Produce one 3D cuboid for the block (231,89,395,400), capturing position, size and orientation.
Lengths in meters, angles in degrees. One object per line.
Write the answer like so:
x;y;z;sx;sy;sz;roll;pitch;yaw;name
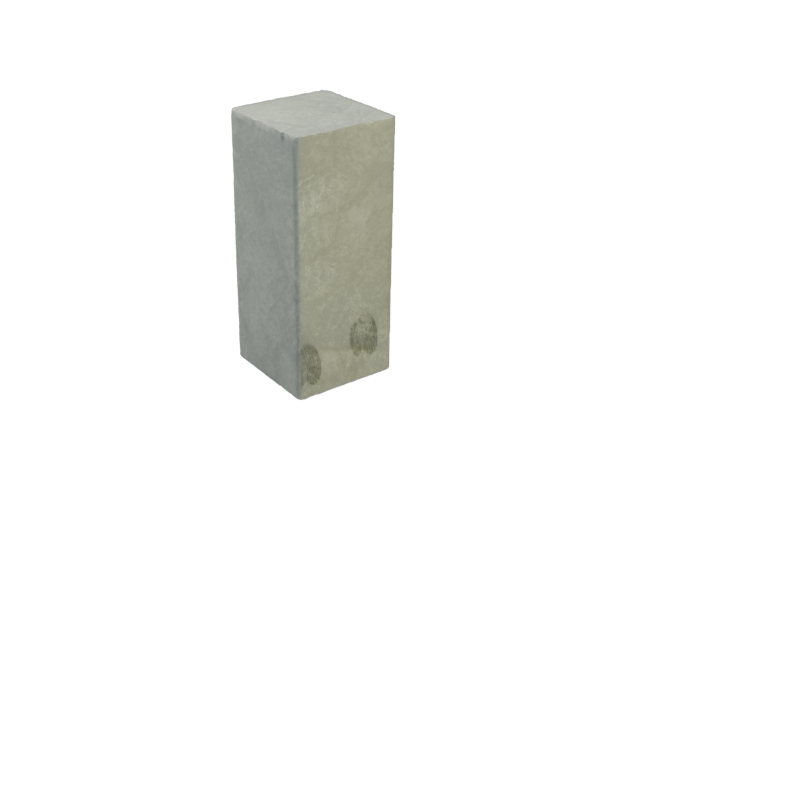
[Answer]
-0.067;-0.120;0.842;0.089;0.195;0.097;-17;32;-34;block
